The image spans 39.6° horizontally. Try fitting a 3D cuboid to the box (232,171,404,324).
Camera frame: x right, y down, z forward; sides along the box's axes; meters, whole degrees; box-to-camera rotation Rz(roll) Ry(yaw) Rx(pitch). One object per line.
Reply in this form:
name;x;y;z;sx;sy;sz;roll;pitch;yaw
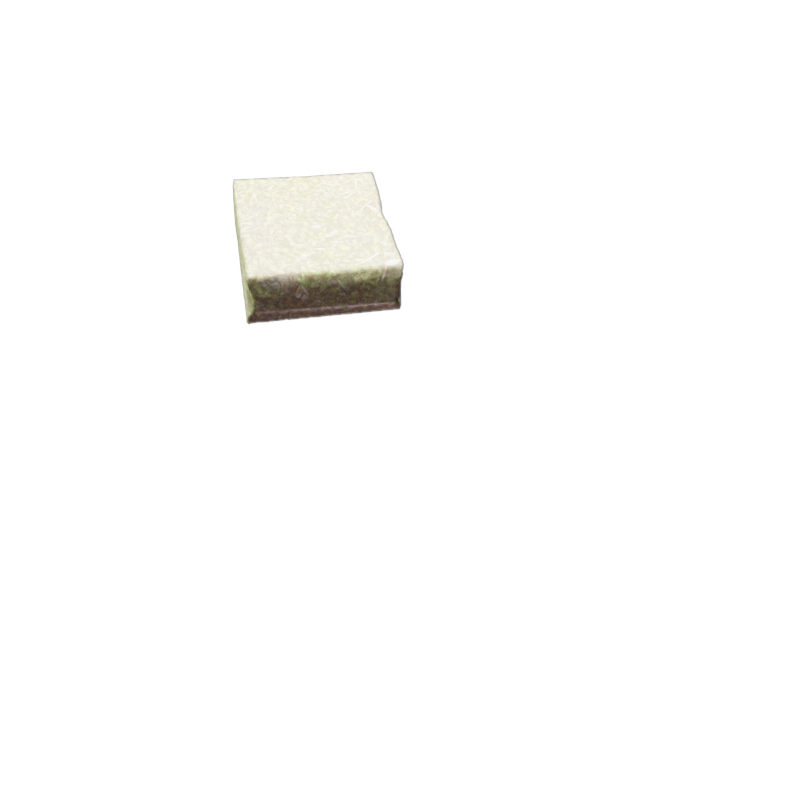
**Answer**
box;-0.042;-0.077;0.539;0.072;0.028;0.096;-5;39;-7
